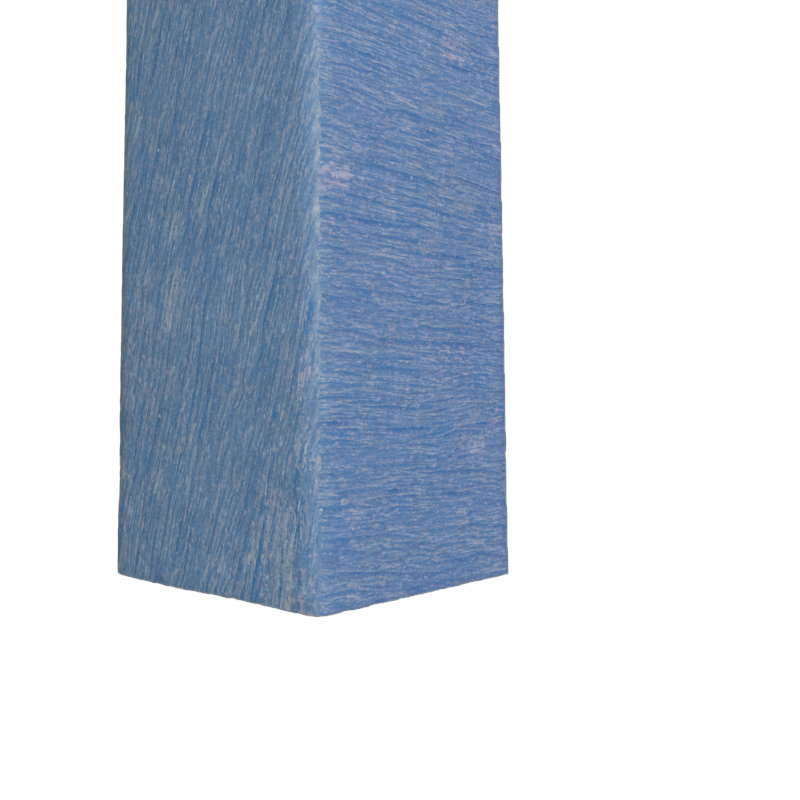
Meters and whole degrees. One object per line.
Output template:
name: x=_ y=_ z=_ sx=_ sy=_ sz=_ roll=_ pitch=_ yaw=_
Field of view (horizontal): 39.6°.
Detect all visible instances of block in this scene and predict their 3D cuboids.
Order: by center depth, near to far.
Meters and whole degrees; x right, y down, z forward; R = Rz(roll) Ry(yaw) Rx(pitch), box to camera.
block: x=-0.027 y=-0.050 z=0.353 sx=0.093 sy=0.209 sz=0.087 roll=-5 pitch=-7 yaw=42
